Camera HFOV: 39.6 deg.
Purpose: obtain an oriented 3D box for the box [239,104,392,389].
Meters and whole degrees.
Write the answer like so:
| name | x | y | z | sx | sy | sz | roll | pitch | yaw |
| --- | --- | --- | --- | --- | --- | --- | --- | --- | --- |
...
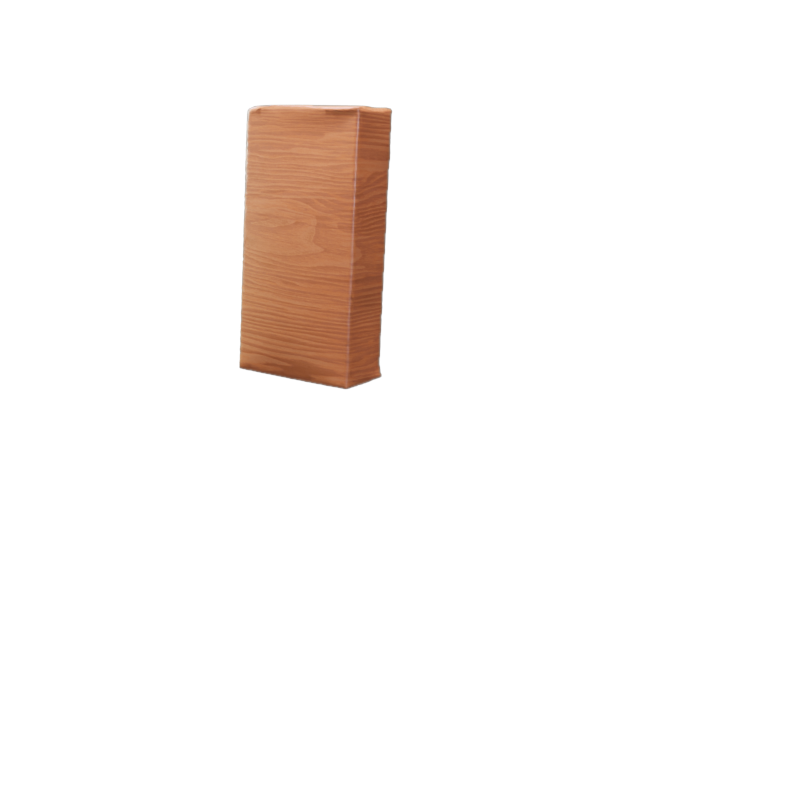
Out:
| name | x | y | z | sx | sy | sz | roll | pitch | yaw |
| --- | --- | --- | --- | --- | --- | --- | --- | --- | --- |
| box | -0.057 | -0.103 | 0.719 | 0.097 | 0.173 | 0.047 | 6 | 9 | 35 |
